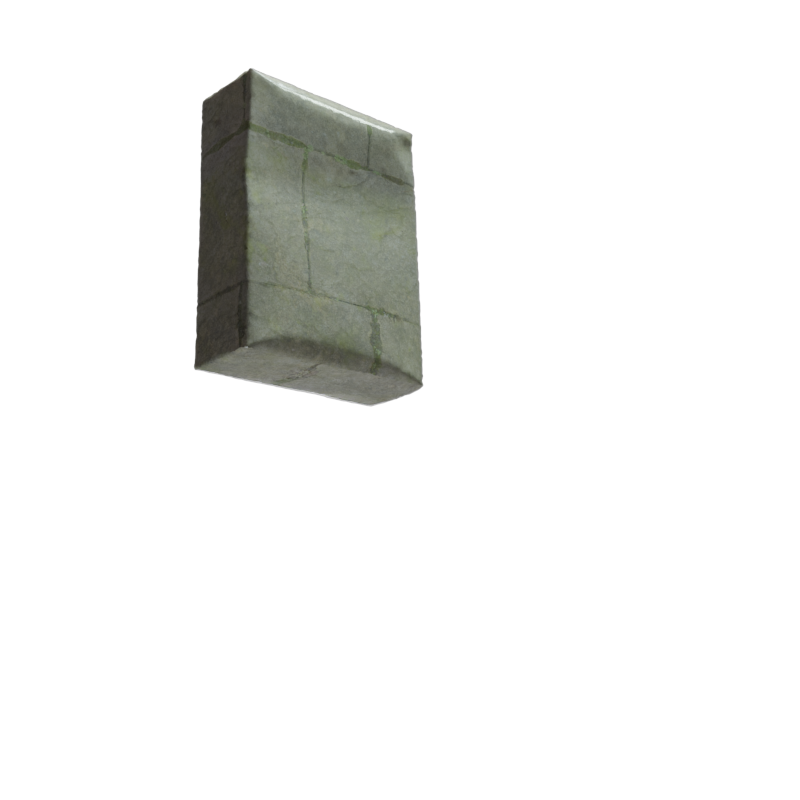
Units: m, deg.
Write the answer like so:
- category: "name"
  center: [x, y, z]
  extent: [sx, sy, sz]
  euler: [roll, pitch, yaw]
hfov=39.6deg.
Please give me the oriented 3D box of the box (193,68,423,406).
- category: "box"
  center: [-0.064, -0.116, 0.814]
  extent: [0.155, 0.225, 0.072]
  euler: [15, -27, -37]
